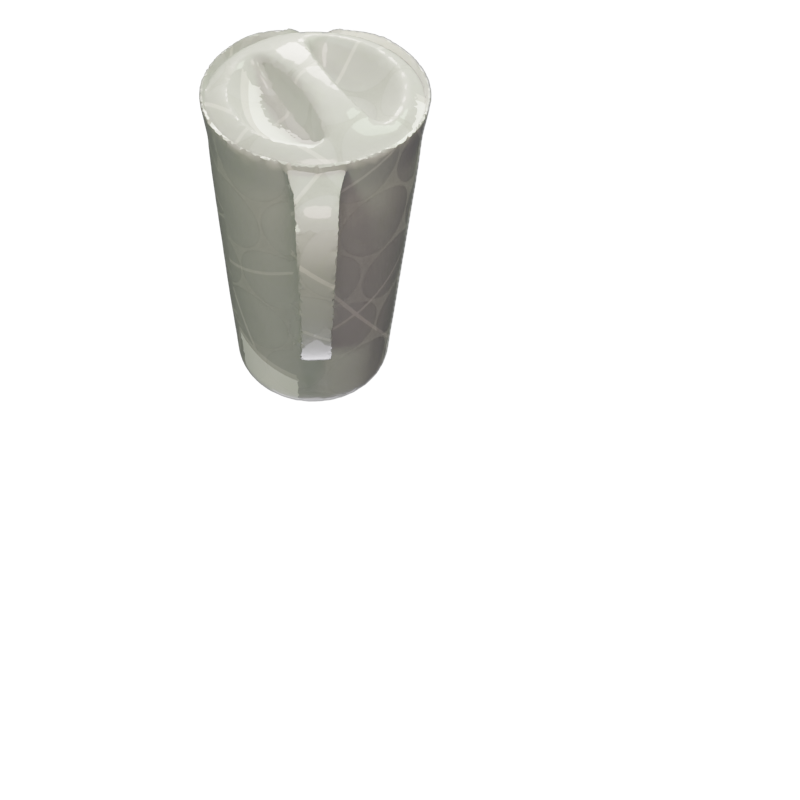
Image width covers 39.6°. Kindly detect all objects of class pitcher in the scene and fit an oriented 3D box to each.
[{"bbox_3d":[-0.056,-0.101,0.710,0.153,0.226,0.151,35,56,24],"label":"pitcher"}]
